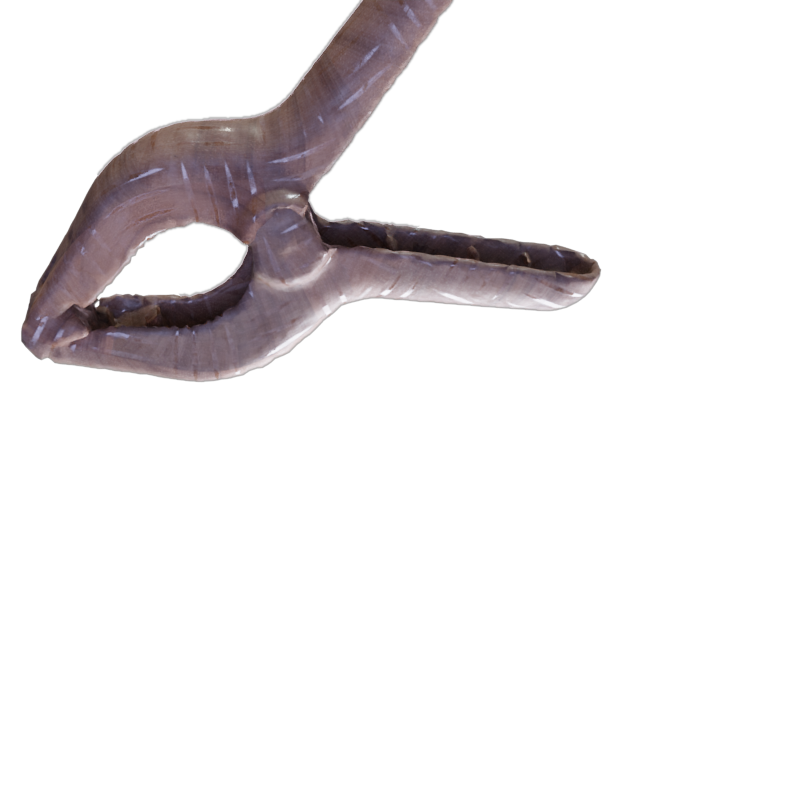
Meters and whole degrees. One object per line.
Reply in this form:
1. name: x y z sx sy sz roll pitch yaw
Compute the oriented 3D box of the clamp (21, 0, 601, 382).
1. clamp: -0.026 -0.047 0.330 0.171 0.115 0.041 -29 16 9
